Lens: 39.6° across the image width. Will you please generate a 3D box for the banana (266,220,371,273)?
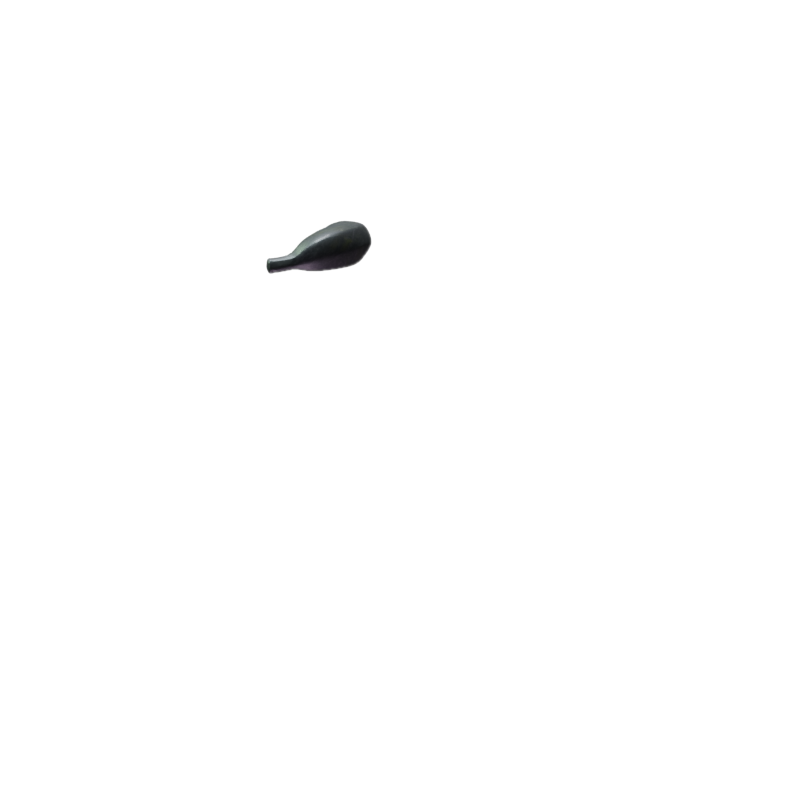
[{"bbox_3d":[-0.059,-0.138,0.969,0.071,0.036,0.199,2,12,10],"label":"banana"}]
